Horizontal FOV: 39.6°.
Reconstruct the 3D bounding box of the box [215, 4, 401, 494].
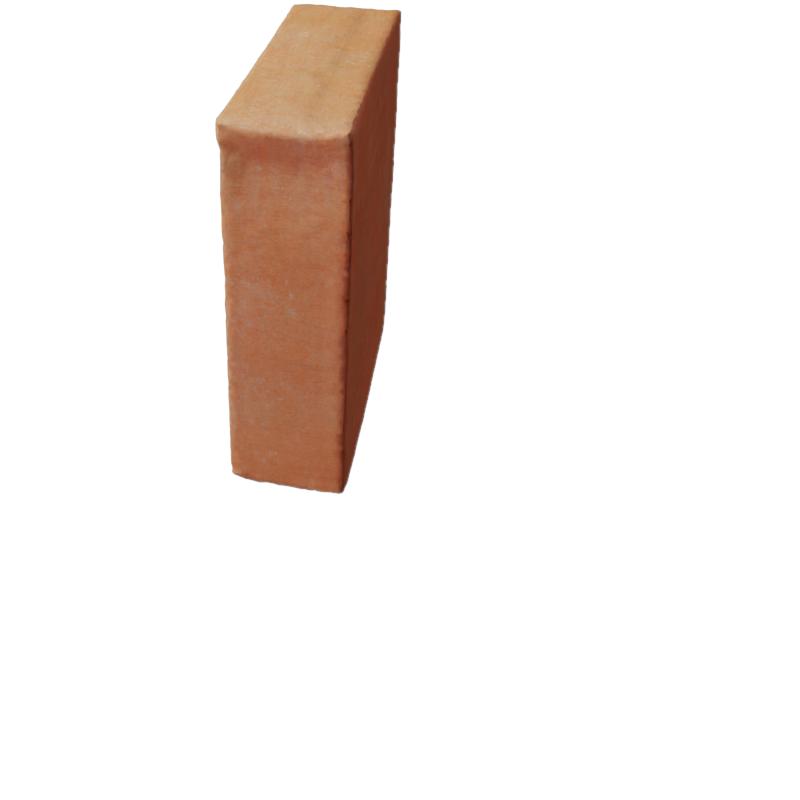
[{"bbox_3d":[-0.047,-0.086,0.603,0.073,0.200,0.173,6,35,5],"label":"box"}]
